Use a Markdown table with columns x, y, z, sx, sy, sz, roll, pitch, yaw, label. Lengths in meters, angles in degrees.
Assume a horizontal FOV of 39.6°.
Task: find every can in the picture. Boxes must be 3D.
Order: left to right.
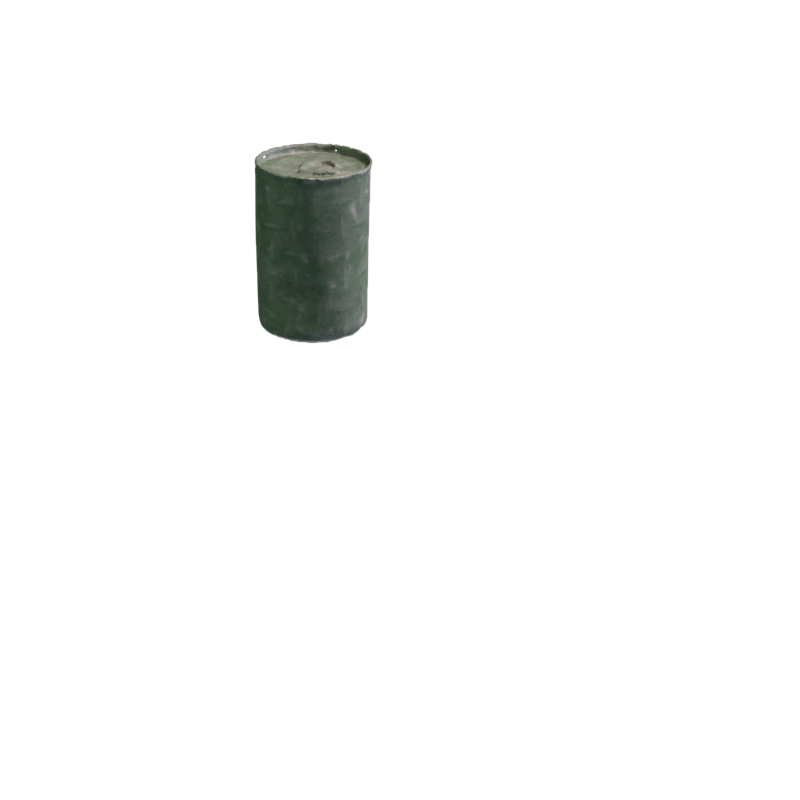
| x | y | z | sx | sy | sz | roll | pitch | yaw | label |
| --- | --- | --- | --- | --- | --- | --- | --- | --- | --- |
| -0.051 | -0.093 | 0.654 | 0.068 | 0.097 | 0.072 | 0 | 24 | -2 | can |
